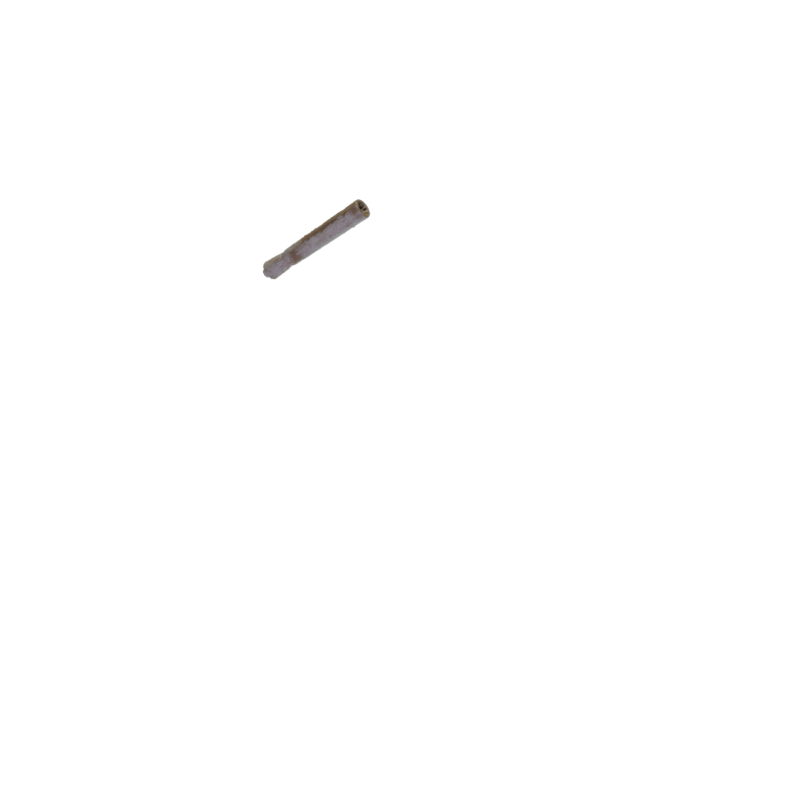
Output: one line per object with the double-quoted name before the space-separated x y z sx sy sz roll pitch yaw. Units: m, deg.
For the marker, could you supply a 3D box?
"marker" -0.078 -0.142 0.998 0.120 0.020 0.019 -29 -12 29
